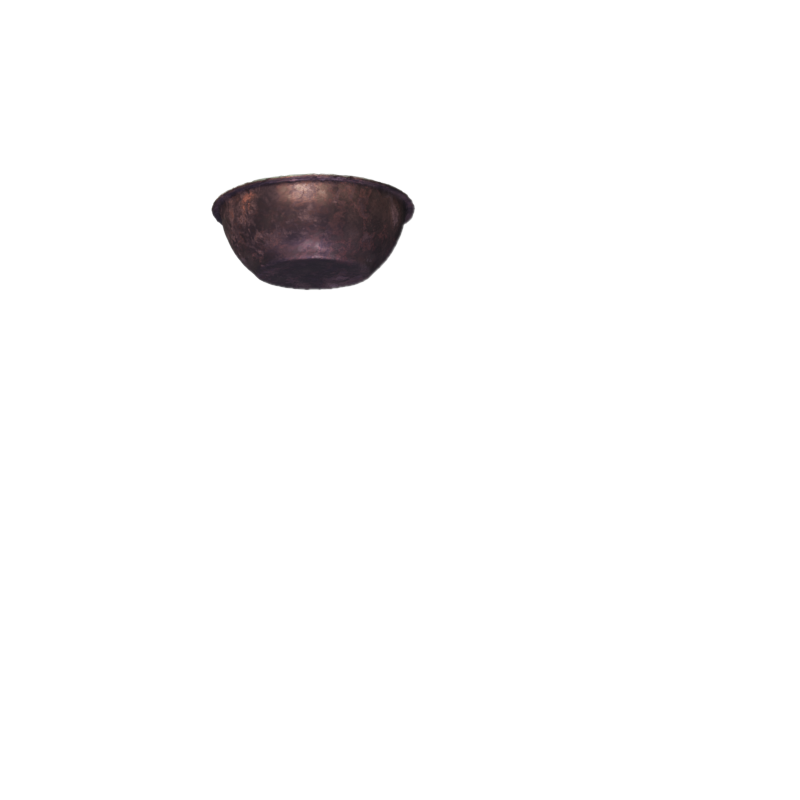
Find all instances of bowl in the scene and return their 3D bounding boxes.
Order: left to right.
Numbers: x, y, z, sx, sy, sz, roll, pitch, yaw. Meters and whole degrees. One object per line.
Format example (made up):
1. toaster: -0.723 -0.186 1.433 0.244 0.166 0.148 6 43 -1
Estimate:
1. bowl: -0.068 -0.125 0.873 0.162 0.057 0.157 0 -11 -2
